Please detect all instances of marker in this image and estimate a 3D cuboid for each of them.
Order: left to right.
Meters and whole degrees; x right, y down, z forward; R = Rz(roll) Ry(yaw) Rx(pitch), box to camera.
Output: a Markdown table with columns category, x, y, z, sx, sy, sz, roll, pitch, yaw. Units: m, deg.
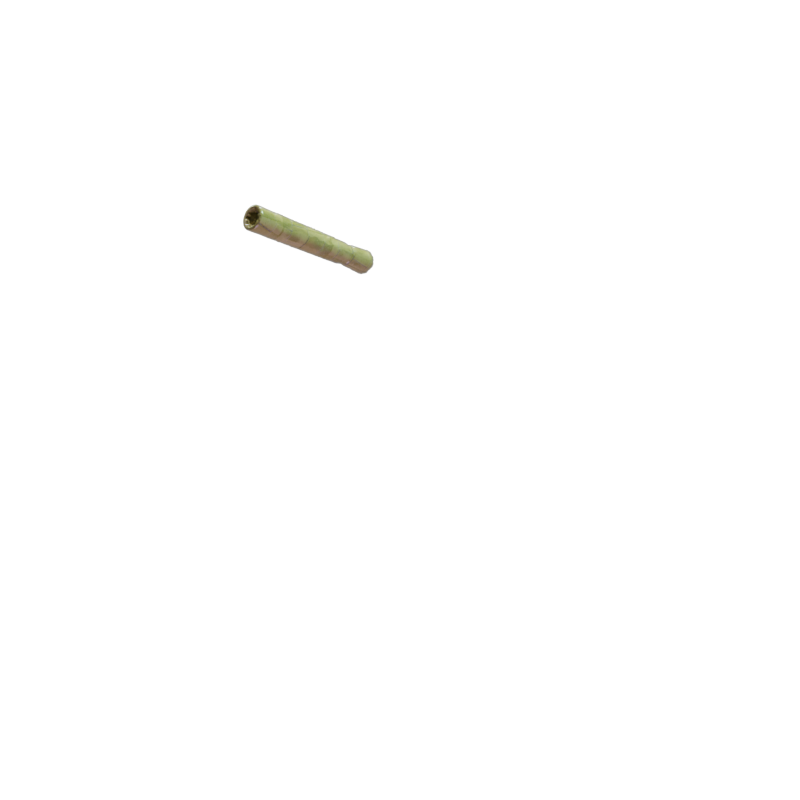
| category | x | y | z | sx | sy | sz | roll | pitch | yaw |
| --- | --- | --- | --- | --- | --- | --- | --- | --- | --- |
| marker | -0.063 | -0.114 | 0.801 | 0.021 | 0.020 | 0.114 | 4 | -9 | 46 |
